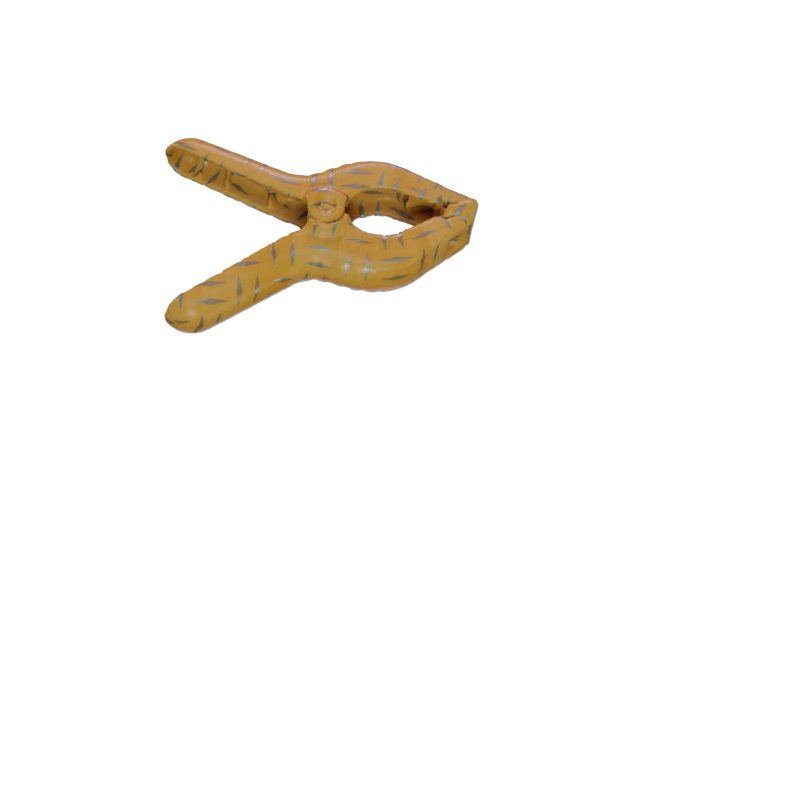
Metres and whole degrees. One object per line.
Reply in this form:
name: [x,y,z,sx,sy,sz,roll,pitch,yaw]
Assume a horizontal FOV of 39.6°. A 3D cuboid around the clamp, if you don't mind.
clamp: [-0.046,-0.083,0.582,0.172,0.127,0.037,3,-28,2]
